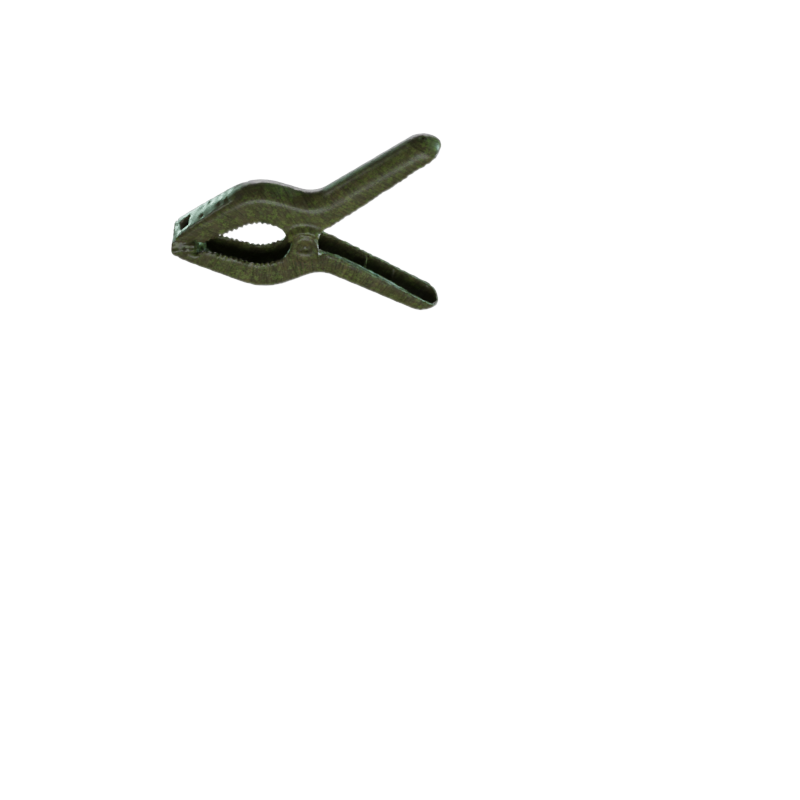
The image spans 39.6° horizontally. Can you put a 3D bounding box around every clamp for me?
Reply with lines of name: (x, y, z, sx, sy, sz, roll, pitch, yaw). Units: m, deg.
clamp: (-0.066, -0.120, 0.843, 0.211, 0.152, 0.039, -7, 44, 6)
